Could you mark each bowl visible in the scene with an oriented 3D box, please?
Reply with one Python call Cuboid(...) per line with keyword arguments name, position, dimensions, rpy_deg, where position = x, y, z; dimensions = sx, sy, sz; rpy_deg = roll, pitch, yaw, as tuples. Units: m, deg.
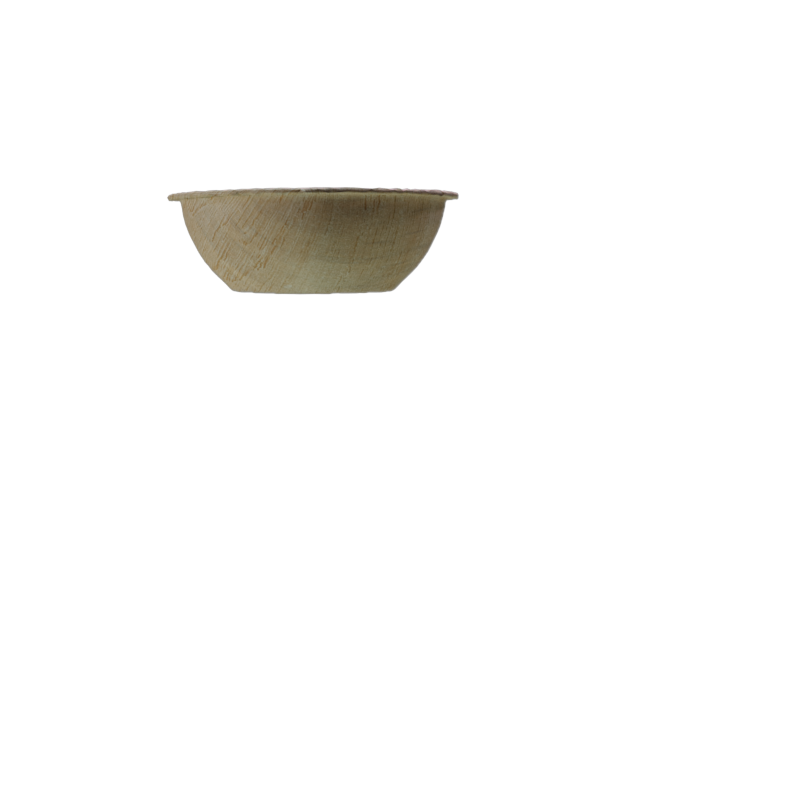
Cuboid(name="bowl", position=(-0.048, -0.088, 0.619), dimensions=(0.162, 0.055, 0.164), rpy_deg=(0, 7, -2))
